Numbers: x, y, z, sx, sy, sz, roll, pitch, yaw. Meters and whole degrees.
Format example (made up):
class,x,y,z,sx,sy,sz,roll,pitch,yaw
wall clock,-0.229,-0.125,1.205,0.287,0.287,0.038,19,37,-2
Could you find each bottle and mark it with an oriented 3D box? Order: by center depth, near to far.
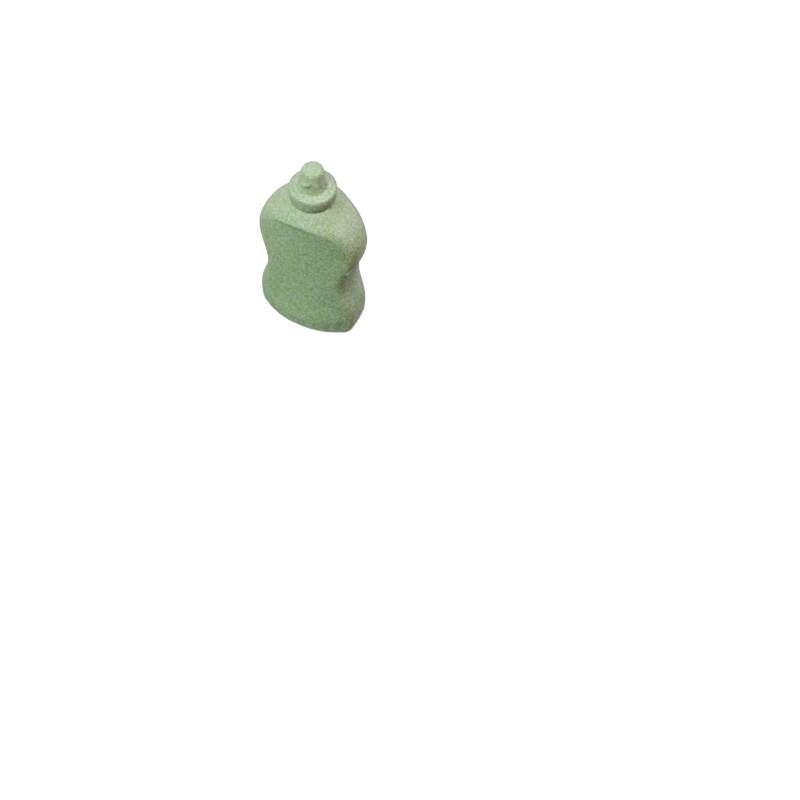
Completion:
class,x,y,z,sx,sy,sz,roll,pitch,yaw
bottle,-0.077,-0.139,0.976,0.099,0.060,0.179,26,-32,14
